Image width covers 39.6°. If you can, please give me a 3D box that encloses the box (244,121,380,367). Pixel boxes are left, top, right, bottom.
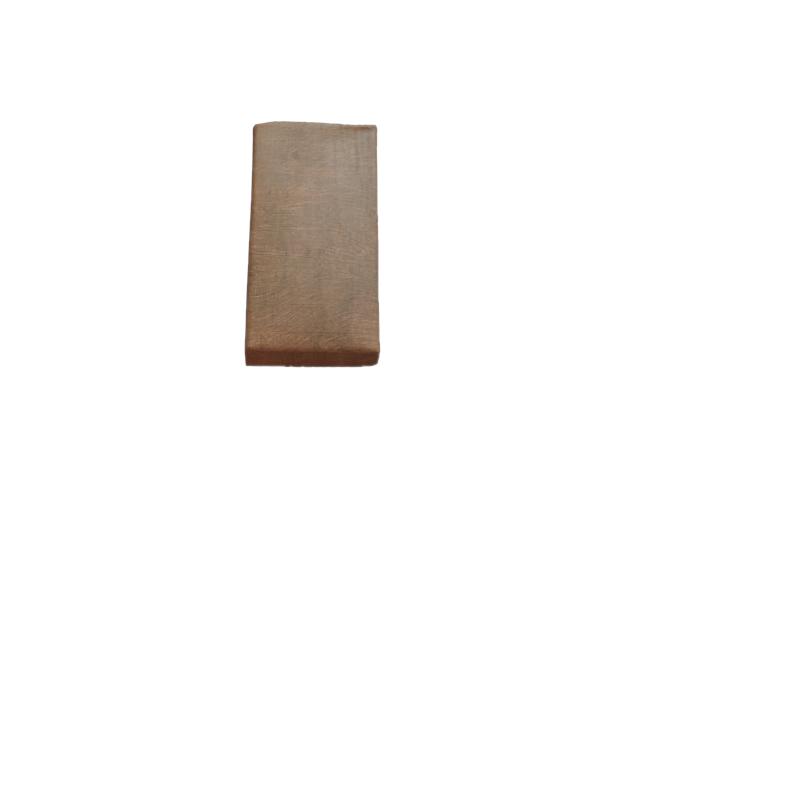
[{"bbox_3d":[-0.062,-0.113,0.787,0.093,0.185,0.046,0,-20,-4],"label":"box"}]
